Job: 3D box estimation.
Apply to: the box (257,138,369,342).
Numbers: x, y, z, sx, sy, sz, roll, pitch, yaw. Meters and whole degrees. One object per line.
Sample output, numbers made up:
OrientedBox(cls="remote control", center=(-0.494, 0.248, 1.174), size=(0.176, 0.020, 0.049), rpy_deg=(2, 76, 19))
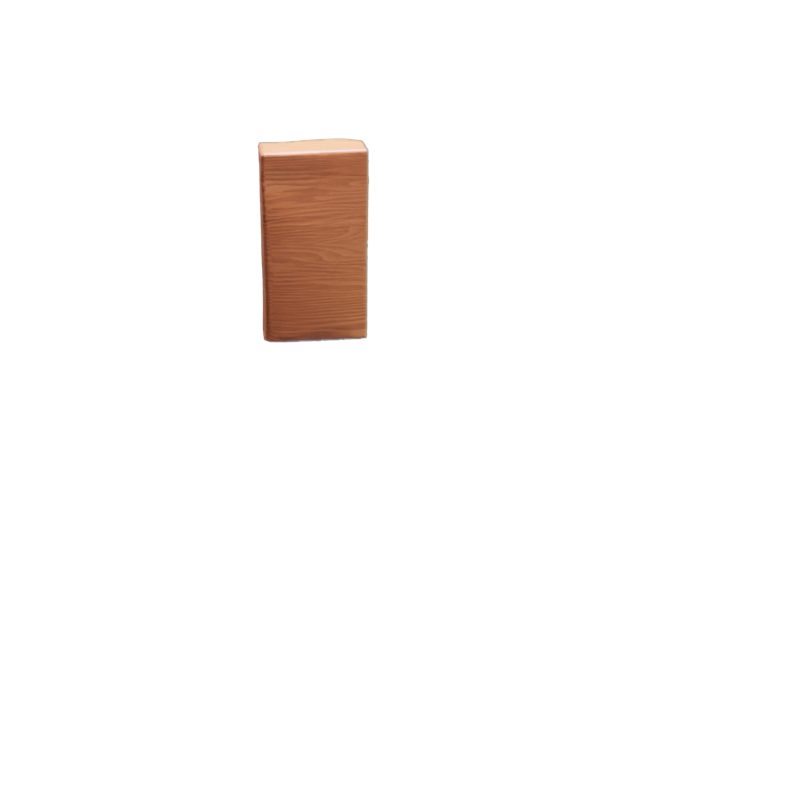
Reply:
OrientedBox(cls="box", center=(-0.075, -0.138, 0.965), size=(0.092, 0.168, 0.051), rpy_deg=(-2, 21, -8))
